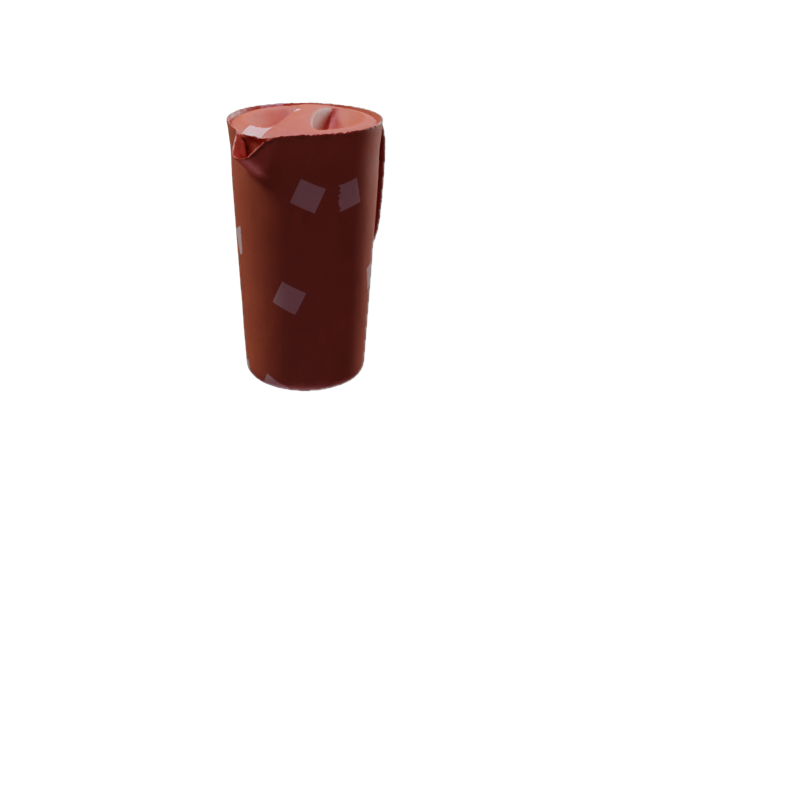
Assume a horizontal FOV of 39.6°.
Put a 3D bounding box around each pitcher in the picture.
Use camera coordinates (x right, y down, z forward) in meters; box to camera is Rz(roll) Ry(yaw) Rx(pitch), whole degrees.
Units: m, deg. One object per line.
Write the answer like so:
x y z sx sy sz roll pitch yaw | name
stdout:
-0.077 -0.141 0.987 0.148 0.232 0.153 -2 22 -9 | pitcher
